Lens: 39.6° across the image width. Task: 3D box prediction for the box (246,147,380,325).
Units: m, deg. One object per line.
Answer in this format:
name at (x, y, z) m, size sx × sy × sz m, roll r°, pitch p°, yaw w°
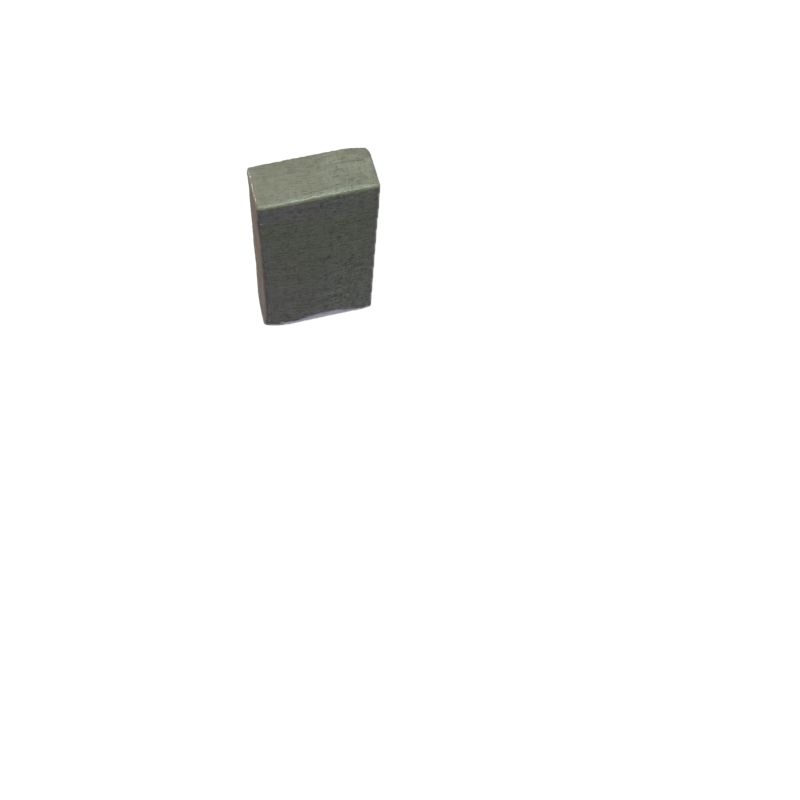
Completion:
box at (-0.068, -0.124, 0.864) m, size 0.093 × 0.051 × 0.165 m, roll -11°, pitch -28°, yaw -10°
